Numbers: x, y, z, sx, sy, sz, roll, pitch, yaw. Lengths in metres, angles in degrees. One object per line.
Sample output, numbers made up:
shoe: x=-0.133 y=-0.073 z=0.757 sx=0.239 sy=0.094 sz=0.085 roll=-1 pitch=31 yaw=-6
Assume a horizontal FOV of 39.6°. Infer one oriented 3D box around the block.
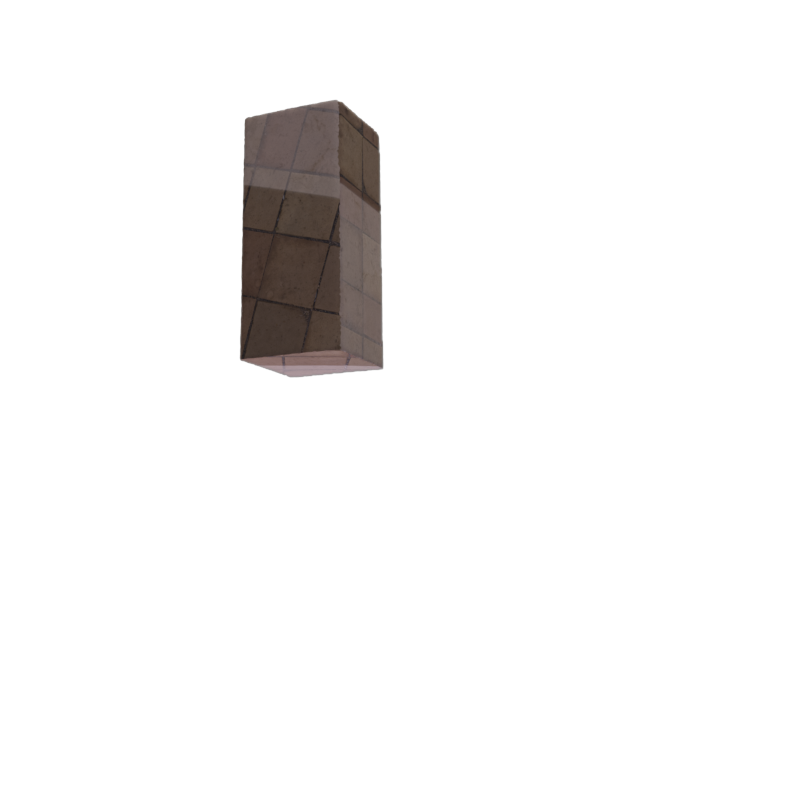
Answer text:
block: x=-0.071 y=-0.131 z=0.918 sx=0.092 sy=0.214 sz=0.085 roll=-8 pitch=-17 yaw=23
